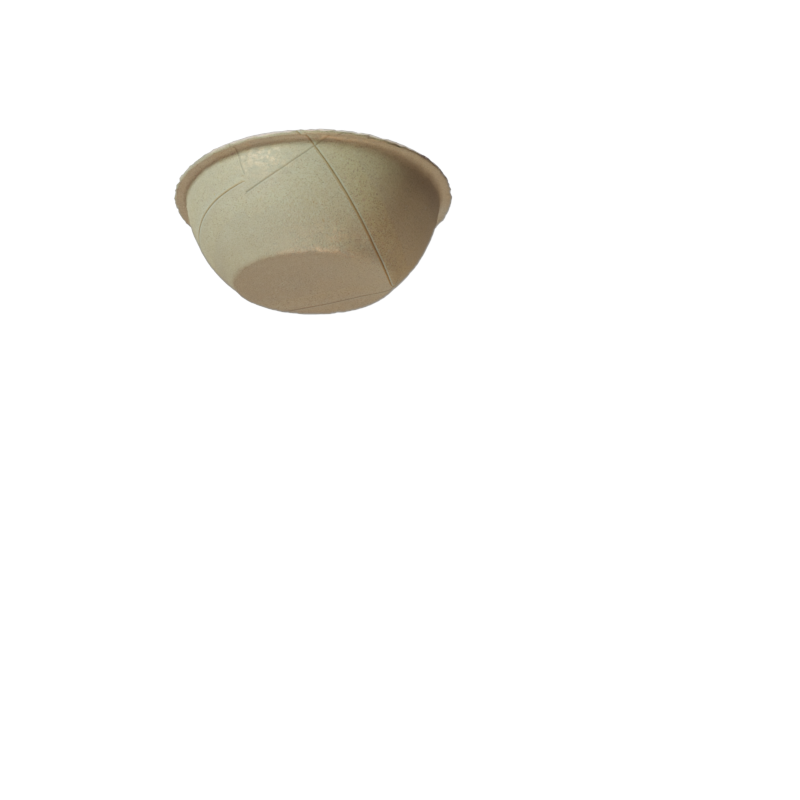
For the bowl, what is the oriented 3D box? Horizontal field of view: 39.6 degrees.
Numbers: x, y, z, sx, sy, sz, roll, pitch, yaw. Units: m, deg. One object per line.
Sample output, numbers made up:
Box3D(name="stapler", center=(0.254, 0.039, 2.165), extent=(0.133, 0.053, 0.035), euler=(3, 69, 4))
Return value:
Box3D(name="bowl", center=(-0.050, -0.091, 0.638), extent=(0.162, 0.058, 0.154), euler=(0, -19, -2))
